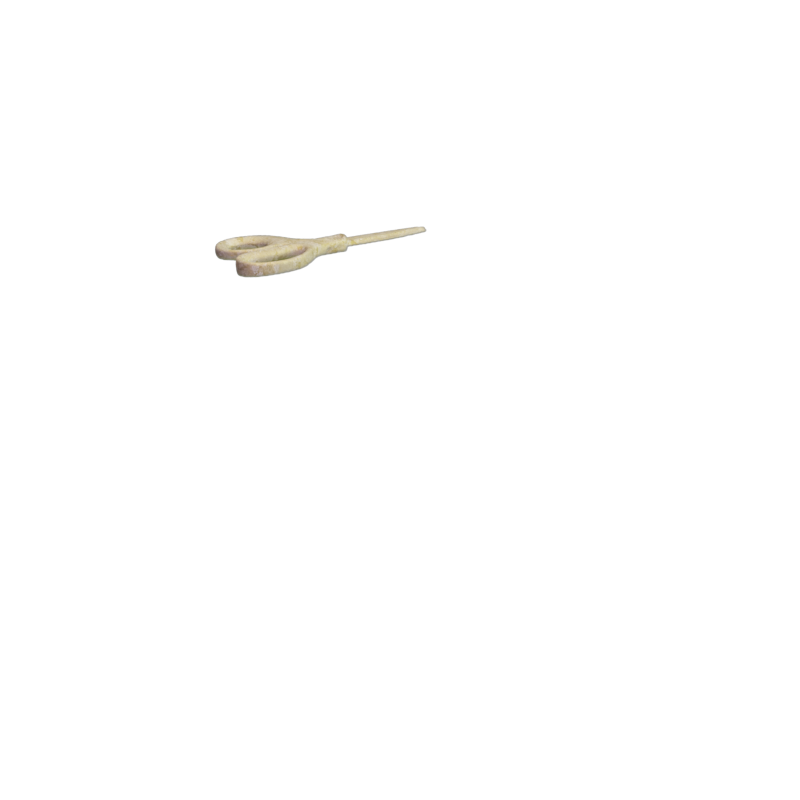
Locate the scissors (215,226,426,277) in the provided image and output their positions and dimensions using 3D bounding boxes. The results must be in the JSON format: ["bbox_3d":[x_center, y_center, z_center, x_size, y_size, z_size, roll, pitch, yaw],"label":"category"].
[{"bbox_3d":[-0.075,-0.137,0.961,0.102,0.015,0.199,17,28,36],"label":"scissors"}]
